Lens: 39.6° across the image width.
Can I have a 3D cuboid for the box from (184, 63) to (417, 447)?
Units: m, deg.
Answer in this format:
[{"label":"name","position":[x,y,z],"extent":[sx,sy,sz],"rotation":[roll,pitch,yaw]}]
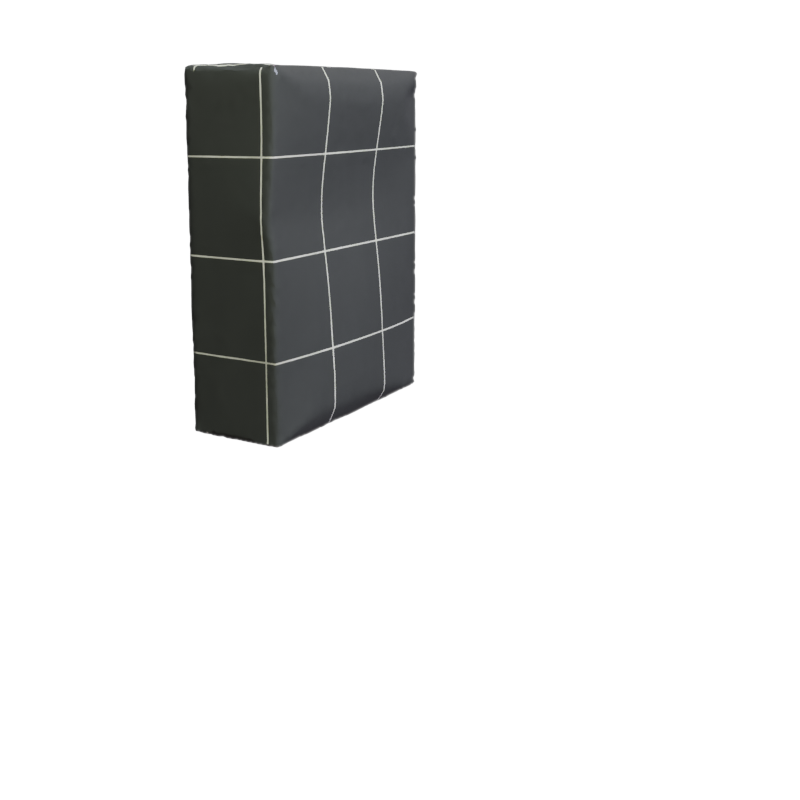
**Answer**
[{"label":"box","position":[-0.053,-0.098,0.683],"extent":[0.075,0.209,0.161],"rotation":[5,12,30]}]
